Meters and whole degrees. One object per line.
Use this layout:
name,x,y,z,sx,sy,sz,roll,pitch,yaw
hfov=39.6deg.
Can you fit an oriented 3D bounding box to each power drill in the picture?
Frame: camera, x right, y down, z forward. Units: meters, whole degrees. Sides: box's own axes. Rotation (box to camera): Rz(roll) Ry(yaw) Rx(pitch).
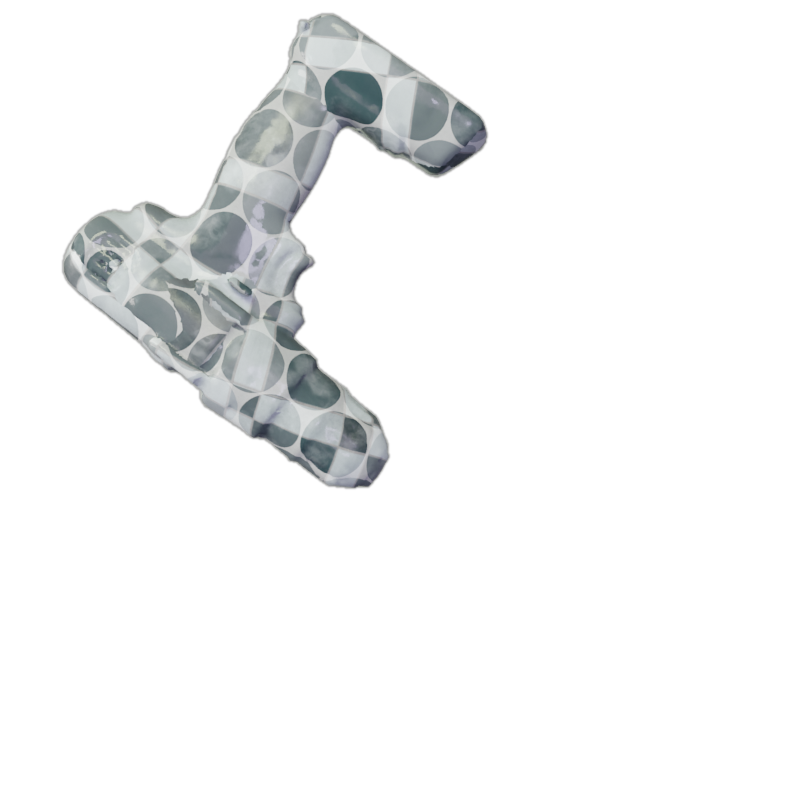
power drill,-0.042,-0.077,0.537,0.187,0.189,0.056,37,-7,5
